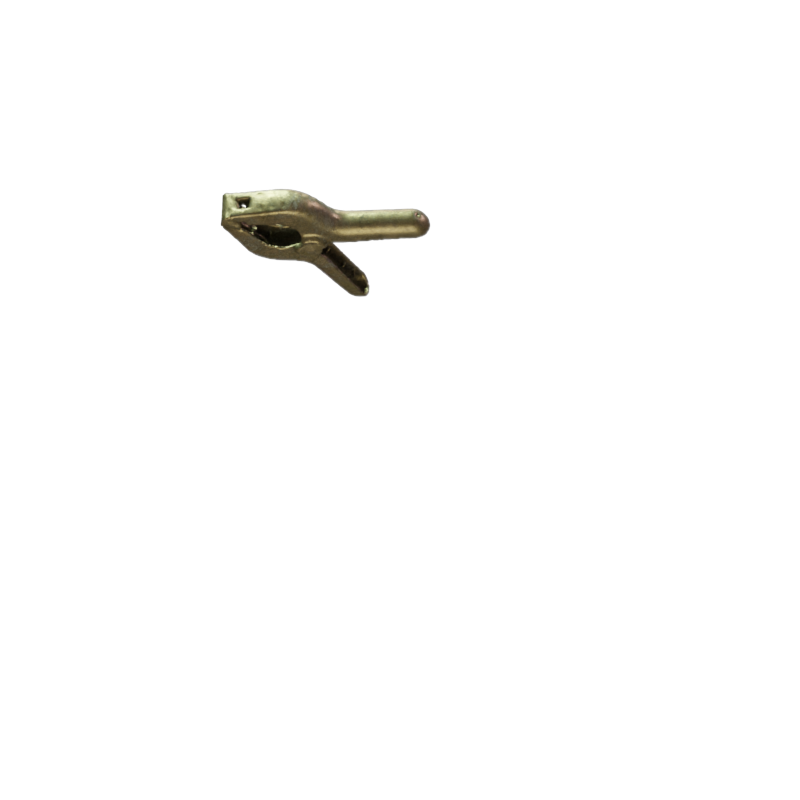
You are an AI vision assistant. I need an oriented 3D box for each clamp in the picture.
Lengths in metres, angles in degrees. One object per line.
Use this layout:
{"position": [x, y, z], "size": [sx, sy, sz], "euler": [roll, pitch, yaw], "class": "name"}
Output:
{"position": [-0.074, -0.134, 0.940], "size": [0.167, 0.042, 0.115], "euler": [11, -39, -14], "class": "clamp"}
